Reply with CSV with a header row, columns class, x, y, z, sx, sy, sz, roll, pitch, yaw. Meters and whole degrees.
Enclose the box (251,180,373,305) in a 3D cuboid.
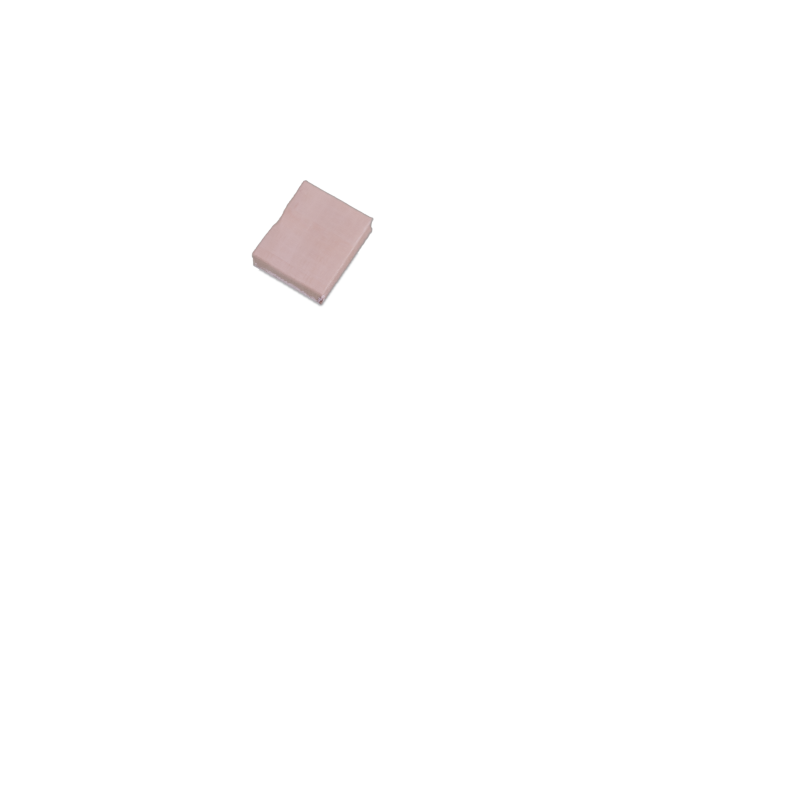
class,x,y,z,sx,sy,sz,roll,pitch,yaw
box,-0.076,-0.139,0.975,0.075,0.091,0.029,30,-19,11
